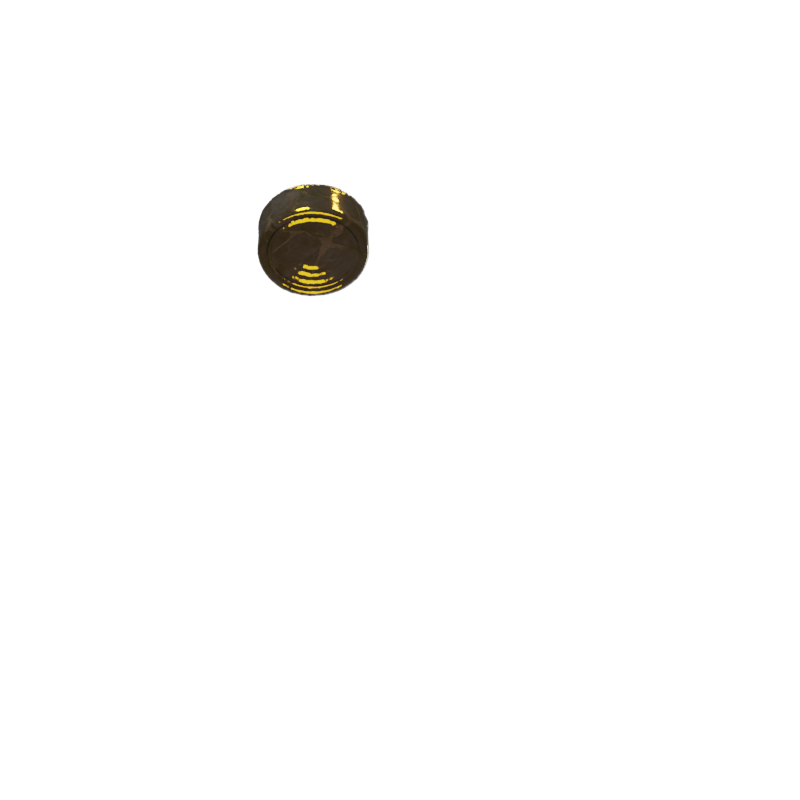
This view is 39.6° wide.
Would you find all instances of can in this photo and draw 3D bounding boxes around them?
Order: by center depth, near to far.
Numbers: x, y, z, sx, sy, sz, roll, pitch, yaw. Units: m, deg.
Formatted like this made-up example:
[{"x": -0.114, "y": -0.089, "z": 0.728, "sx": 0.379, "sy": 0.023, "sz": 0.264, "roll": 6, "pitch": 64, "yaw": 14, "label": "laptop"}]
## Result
[{"x": -0.066, "y": -0.121, "z": 0.848, "sx": 0.086, "sy": 0.080, "sz": 0.036, "roll": 1, "pitch": 41, "yaw": -1, "label": "can"}]
